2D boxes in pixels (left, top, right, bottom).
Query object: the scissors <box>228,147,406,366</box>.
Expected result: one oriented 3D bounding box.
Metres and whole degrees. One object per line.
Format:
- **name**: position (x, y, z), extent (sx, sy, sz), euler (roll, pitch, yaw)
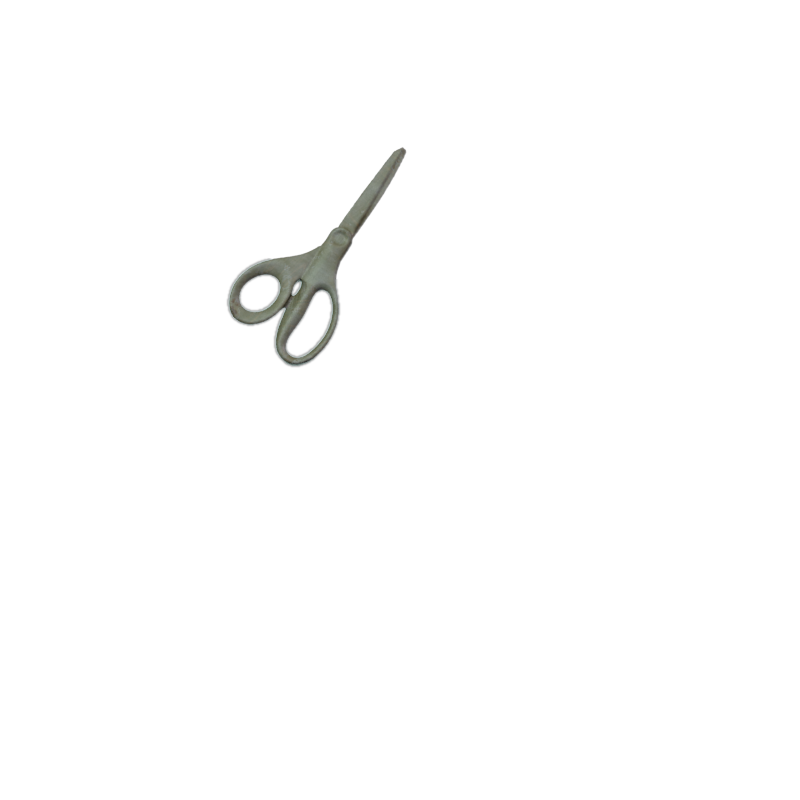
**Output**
- **scissors**: position (-0.069, -0.126, 0.880), extent (0.097, 0.209, 0.015), euler (15, -19, 5)
